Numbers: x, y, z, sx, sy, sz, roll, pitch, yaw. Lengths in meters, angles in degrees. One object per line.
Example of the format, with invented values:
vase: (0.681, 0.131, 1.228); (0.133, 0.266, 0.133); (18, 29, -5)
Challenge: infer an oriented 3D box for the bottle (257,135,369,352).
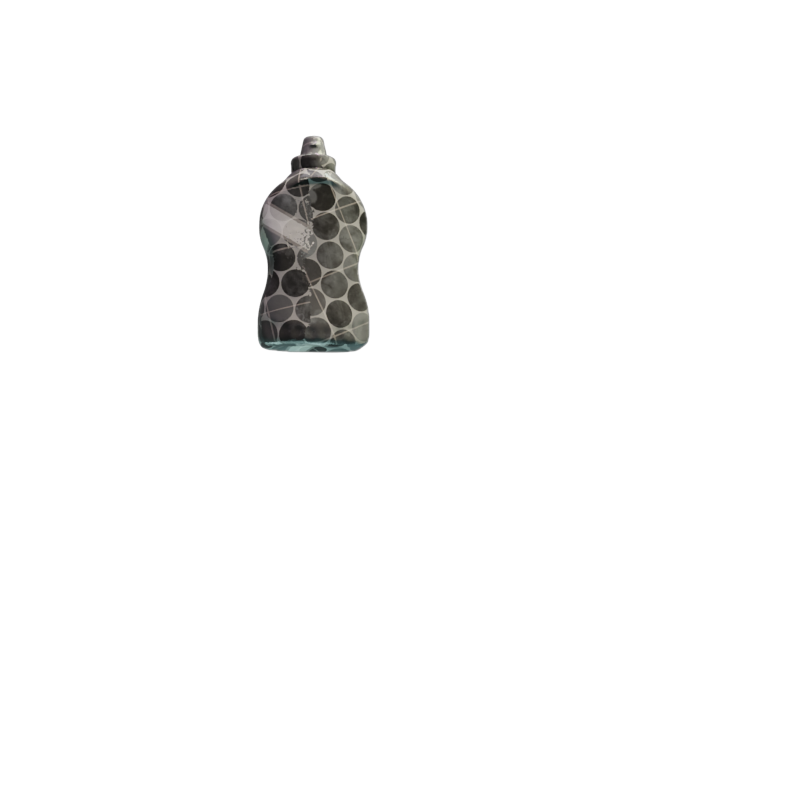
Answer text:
bottle: (-0.077, -0.140, 0.982); (0.095, 0.198, 0.057); (1, -13, -8)
